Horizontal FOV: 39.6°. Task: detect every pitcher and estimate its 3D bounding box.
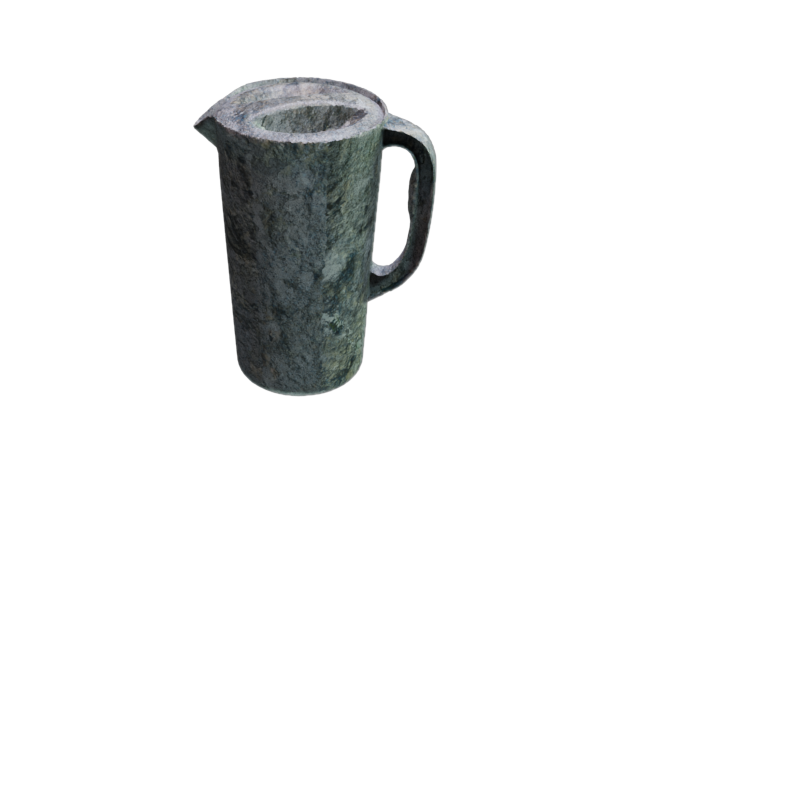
[{"bbox_3d":[-0.070,-0.127,0.891,0.143,0.228,0.160,-22,39,-33],"label":"pitcher"}]
